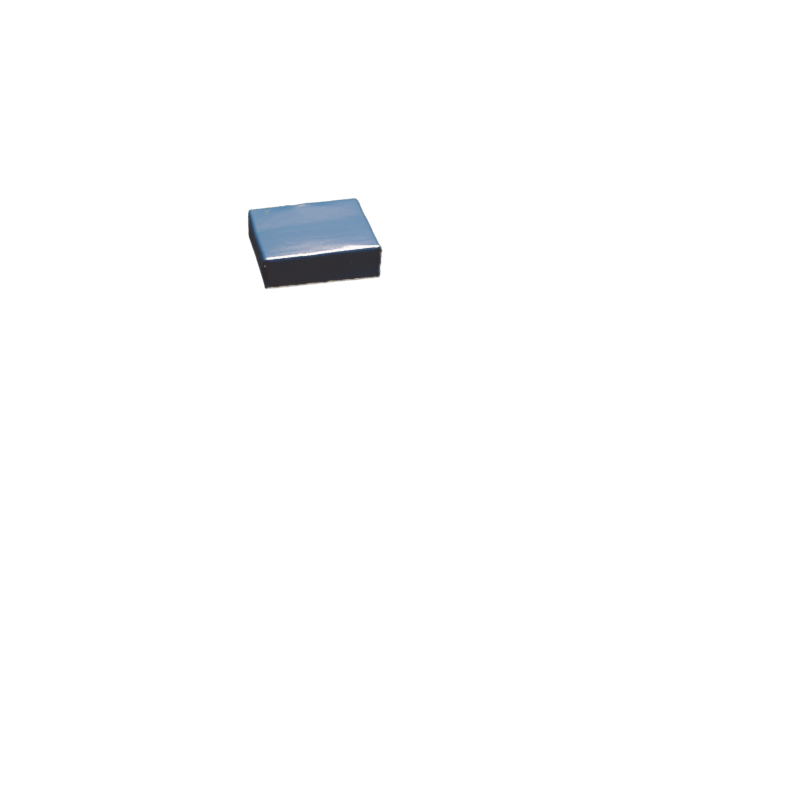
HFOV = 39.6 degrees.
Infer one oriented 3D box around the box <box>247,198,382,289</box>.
[{"bbox_3d":[-0.065,-0.119,0.831,0.088,0.028,0.079,-8,38,-11],"label":"box"}]
